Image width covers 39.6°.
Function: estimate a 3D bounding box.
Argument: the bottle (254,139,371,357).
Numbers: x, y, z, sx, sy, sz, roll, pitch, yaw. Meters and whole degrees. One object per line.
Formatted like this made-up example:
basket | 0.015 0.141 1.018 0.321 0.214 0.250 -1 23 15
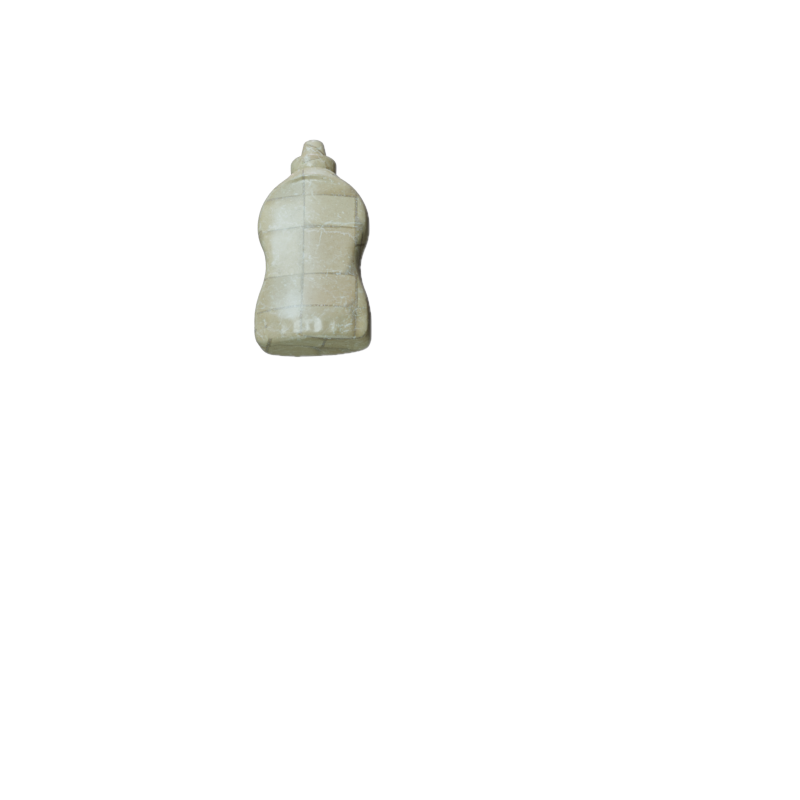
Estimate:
bottle | -0.074 -0.136 0.952 0.097 0.202 0.055 -5 -22 8
